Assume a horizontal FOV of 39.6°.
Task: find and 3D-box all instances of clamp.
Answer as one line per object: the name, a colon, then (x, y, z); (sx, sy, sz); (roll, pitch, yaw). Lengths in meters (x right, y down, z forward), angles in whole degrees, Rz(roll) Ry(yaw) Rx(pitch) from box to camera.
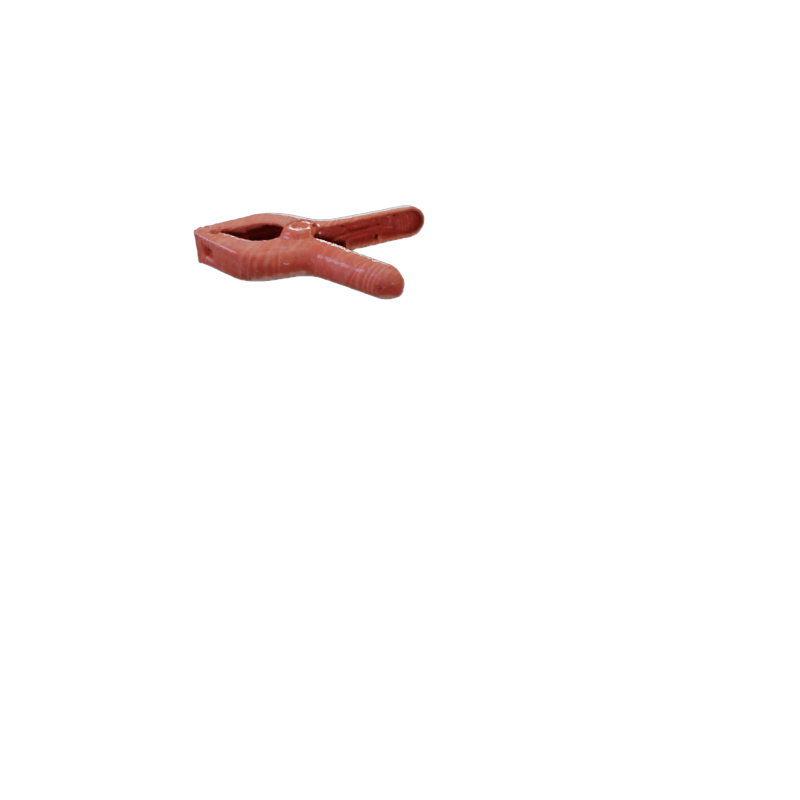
clamp: (-0.064, -0.117, 0.823); (0.177, 0.037, 0.123); (10, 29, 18)
